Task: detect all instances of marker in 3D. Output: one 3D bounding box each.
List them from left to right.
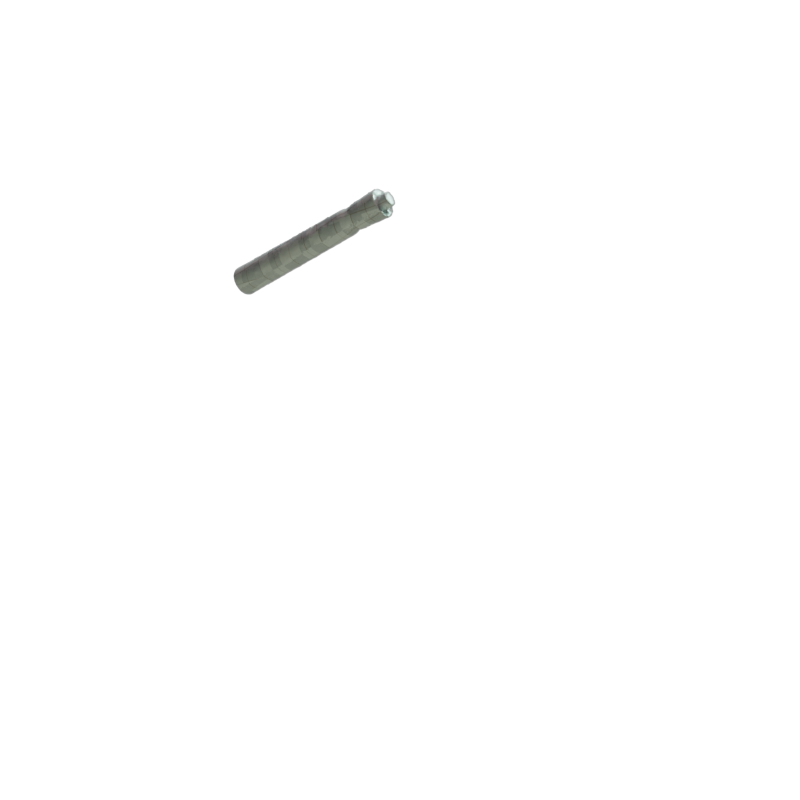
[{"bbox_3d":[-0.053,-0.096,0.675,0.121,0.020,0.019,-24,-10,32],"label":"marker"}]
